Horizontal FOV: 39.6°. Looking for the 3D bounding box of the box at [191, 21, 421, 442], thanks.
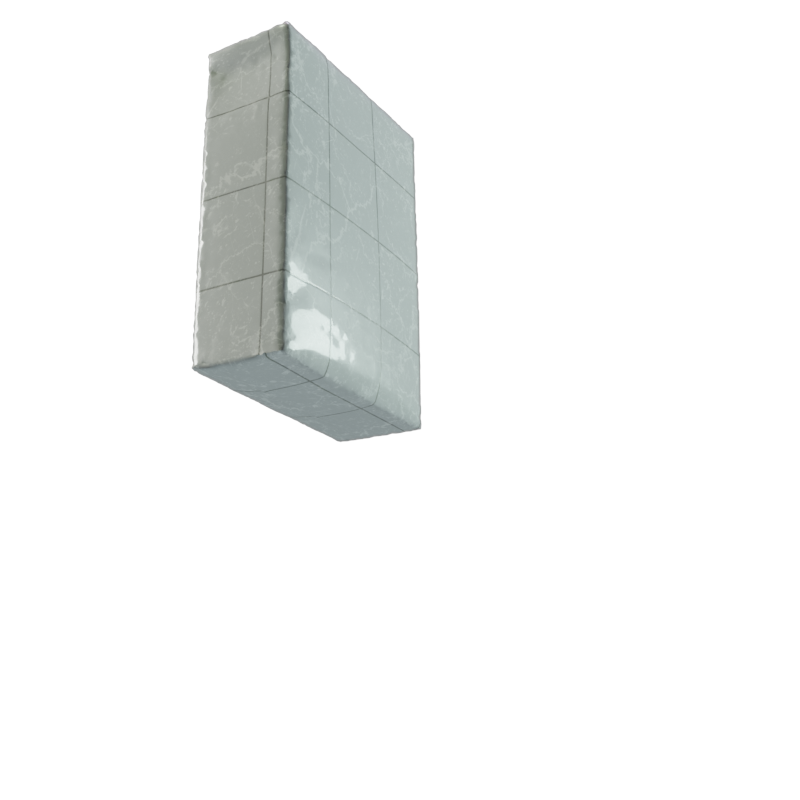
[{"bbox_3d":[-0.054,-0.099,0.692,0.073,0.226,0.153,-15,-26,27],"label":"box"}]
